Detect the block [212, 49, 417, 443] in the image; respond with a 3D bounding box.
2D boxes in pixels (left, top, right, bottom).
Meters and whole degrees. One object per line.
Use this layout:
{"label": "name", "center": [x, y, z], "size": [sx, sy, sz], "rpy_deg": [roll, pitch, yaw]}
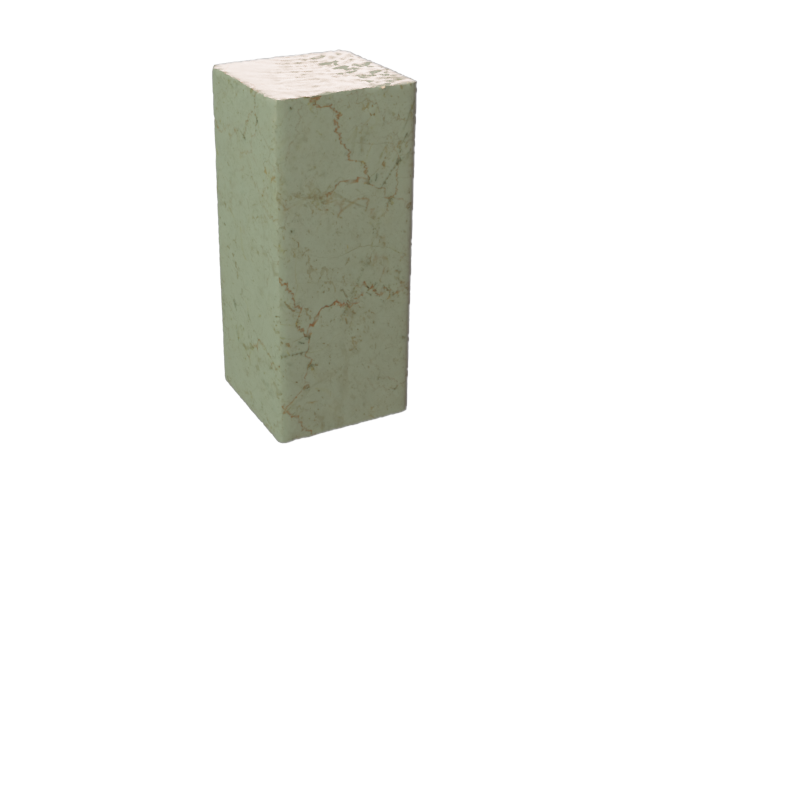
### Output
{"label": "block", "center": [-0.052, -0.094, 0.658], "size": [0.088, 0.196, 0.097], "rpy_deg": [-12, 28, -26]}
